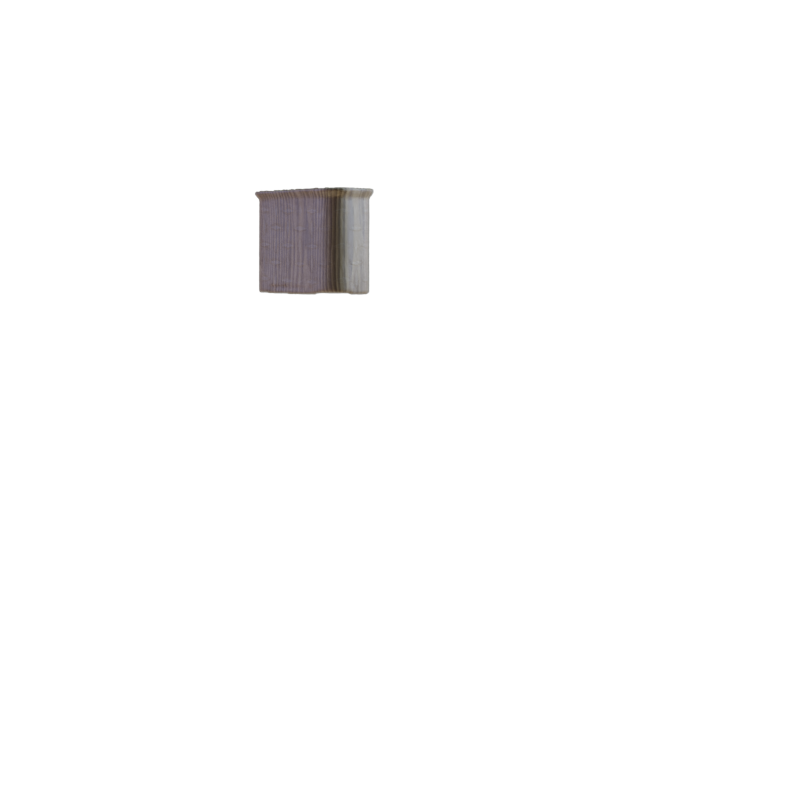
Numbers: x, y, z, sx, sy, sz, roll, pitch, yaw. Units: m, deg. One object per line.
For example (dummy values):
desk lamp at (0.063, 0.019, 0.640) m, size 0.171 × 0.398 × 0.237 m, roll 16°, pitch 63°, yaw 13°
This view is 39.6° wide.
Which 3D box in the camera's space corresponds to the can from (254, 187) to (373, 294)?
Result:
can at (-0.070, -0.128, 0.899) m, size 0.106 × 0.084 × 0.055 m, roll 5°, pitch 5°, yaw 43°
